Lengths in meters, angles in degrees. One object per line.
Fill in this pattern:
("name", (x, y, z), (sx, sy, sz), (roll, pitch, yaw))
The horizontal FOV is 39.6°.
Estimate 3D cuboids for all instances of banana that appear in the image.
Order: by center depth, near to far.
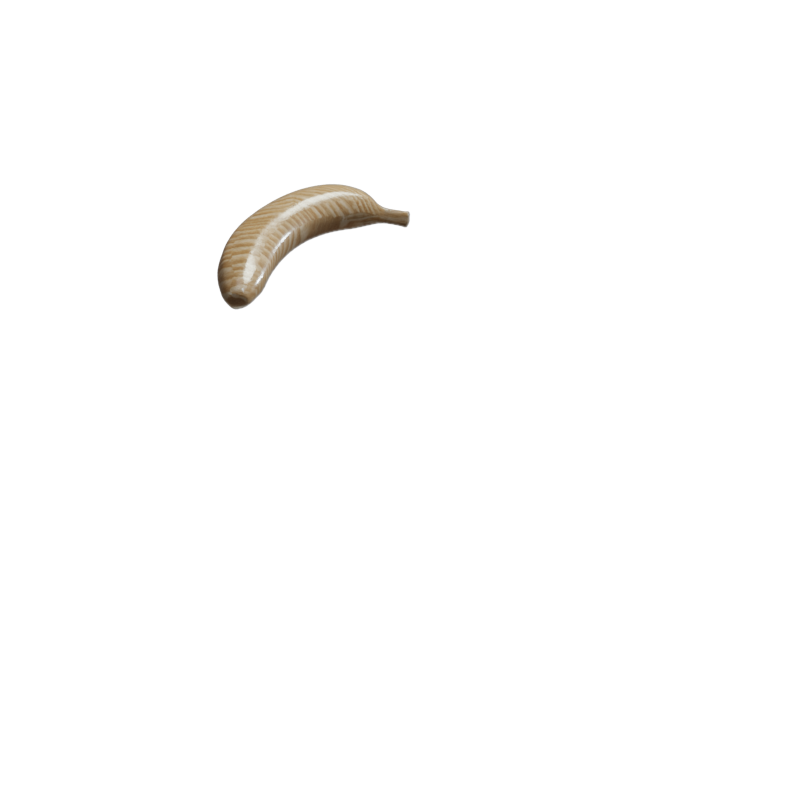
("banana", (-0.073, -0.117, 0.775), (0.073, 0.035, 0.198), (19, 35, 29))
